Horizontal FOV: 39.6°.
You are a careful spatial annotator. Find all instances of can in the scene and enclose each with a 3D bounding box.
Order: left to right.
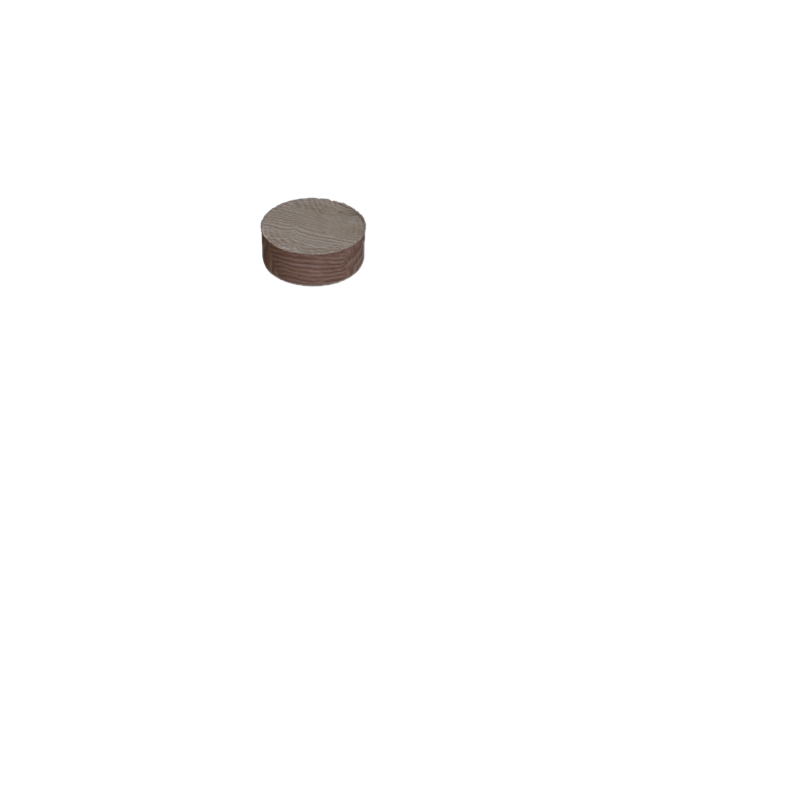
[{"bbox_3d":[-0.071,-0.129,0.905,0.086,0.031,0.092,-1,38,-2],"label":"can"}]
